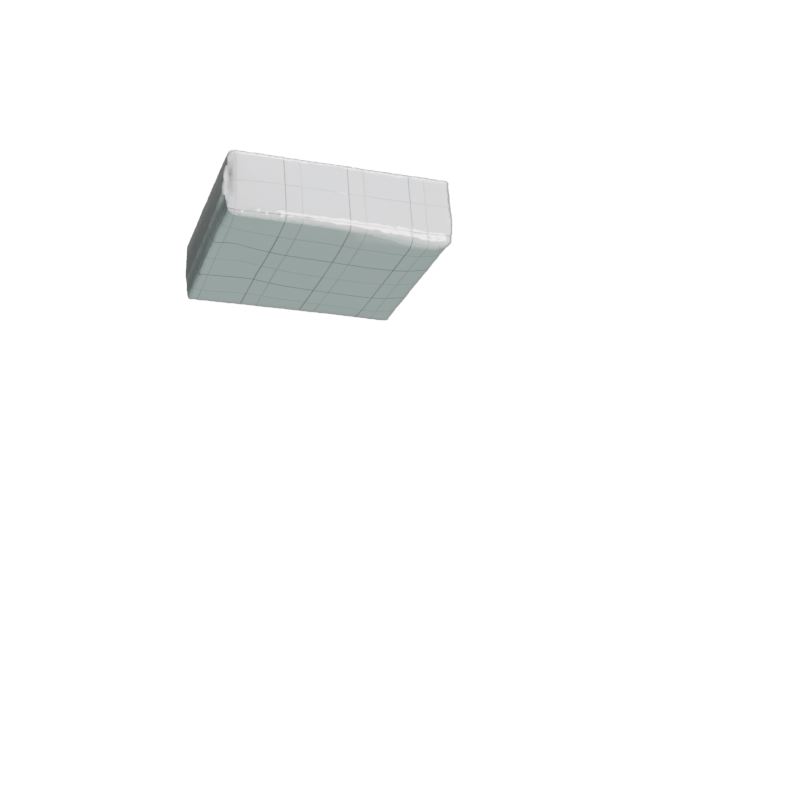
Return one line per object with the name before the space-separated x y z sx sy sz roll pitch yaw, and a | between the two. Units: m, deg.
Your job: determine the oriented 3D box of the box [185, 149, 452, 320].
box | -0.043 -0.078 0.548 0.110 0.041 0.087 8 -25 -18
